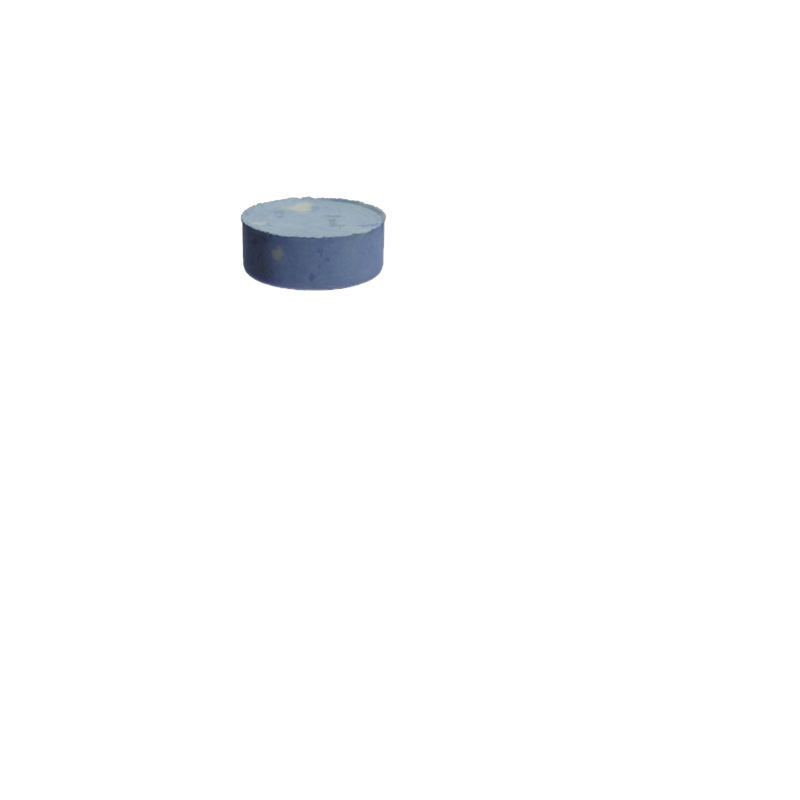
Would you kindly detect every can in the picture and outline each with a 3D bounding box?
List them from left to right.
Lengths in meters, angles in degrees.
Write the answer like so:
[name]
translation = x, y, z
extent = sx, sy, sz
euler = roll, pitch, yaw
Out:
[can]
translation = -0.052, -0.094, 0.660
extent = 0.086, 0.032, 0.090
euler = -1, 24, -2
